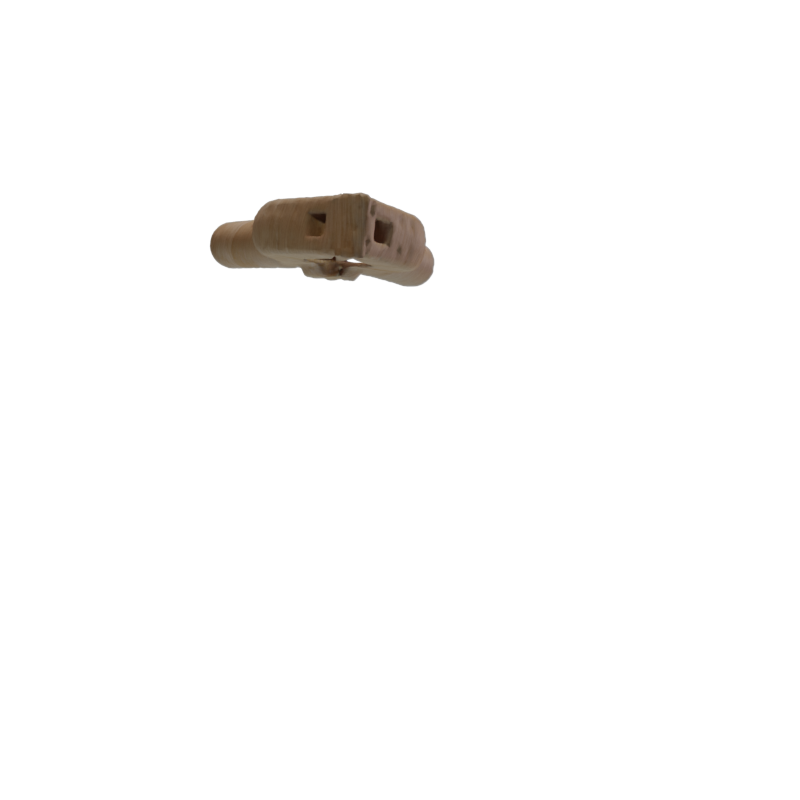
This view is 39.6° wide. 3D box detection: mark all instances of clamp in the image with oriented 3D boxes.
[{"bbox_3d":[-0.042,-0.076,0.535,0.120,0.040,0.169,0,-1,1],"label":"clamp"}]
